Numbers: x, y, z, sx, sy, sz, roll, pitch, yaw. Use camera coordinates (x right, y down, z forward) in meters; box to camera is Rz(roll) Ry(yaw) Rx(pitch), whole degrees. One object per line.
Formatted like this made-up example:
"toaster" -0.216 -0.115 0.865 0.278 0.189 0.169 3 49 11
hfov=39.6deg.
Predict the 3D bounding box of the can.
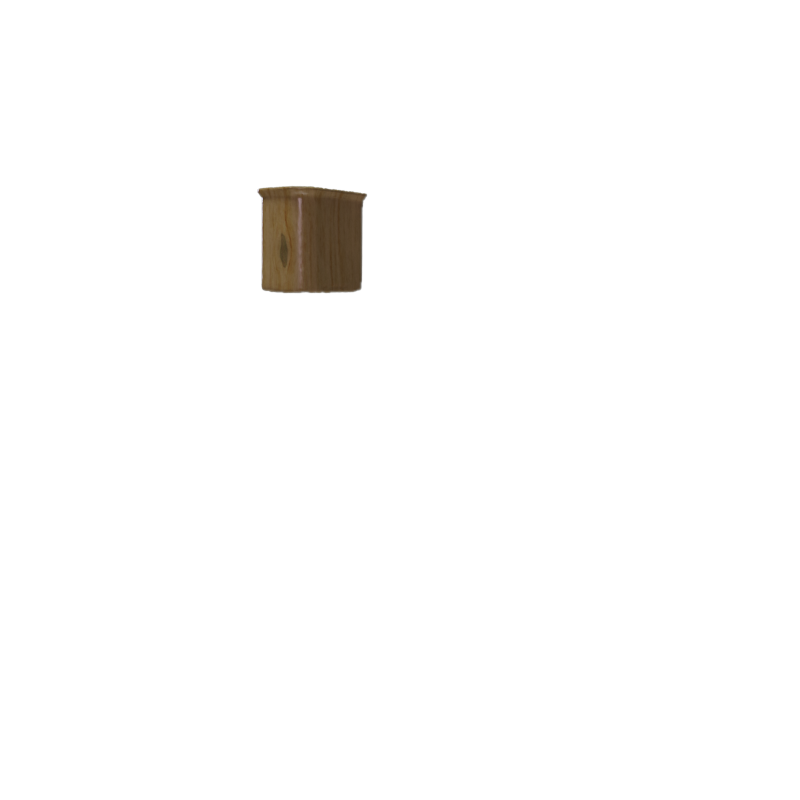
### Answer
"can" -0.071 -0.130 0.912 0.059 0.084 0.098 0 3 32
